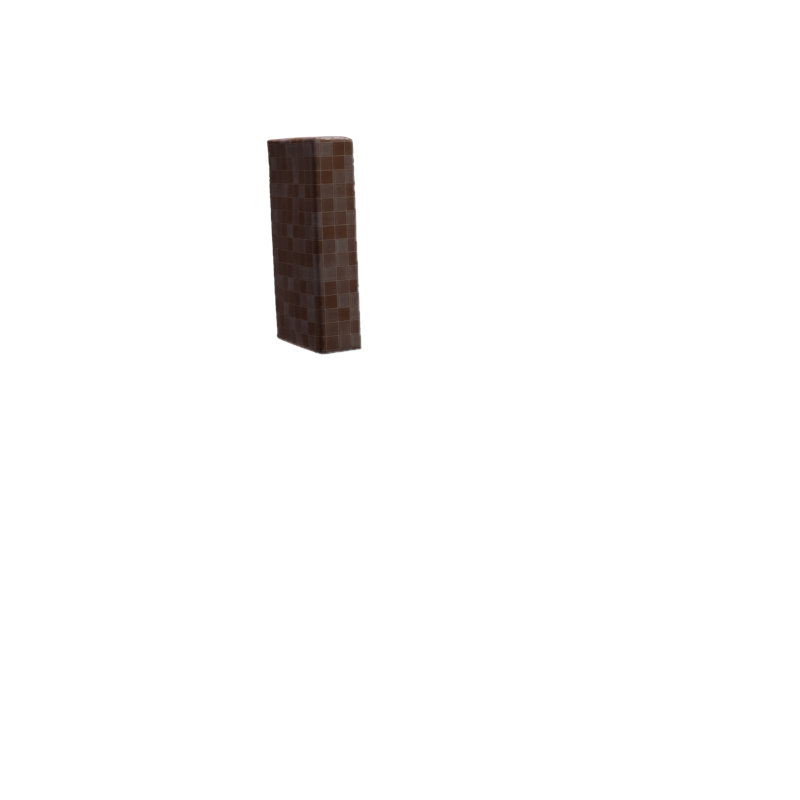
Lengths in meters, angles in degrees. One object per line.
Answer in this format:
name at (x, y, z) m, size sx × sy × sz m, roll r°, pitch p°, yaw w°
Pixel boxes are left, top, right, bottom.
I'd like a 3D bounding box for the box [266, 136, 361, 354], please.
box at (-0.073, -0.133, 0.934) m, size 0.047 × 0.174 × 0.097 m, roll -2°, pitch 7°, yaw -29°
